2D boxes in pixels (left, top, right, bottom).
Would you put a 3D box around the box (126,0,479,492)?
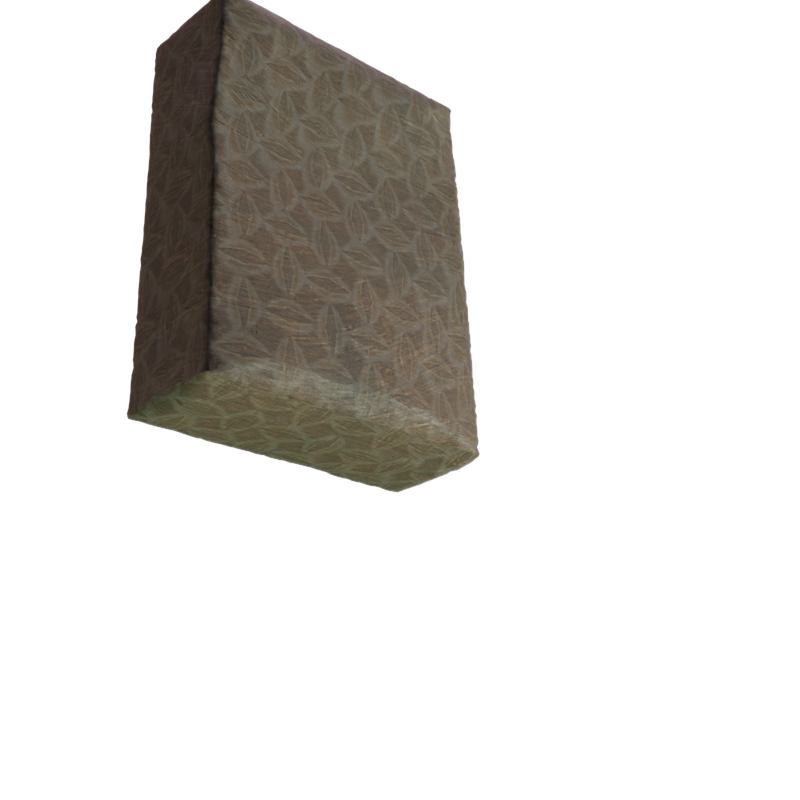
[{"bbox_3d":[-0.043,-0.079,0.555,0.155,0.227,0.071,20,-36,-35],"label":"box"}]
